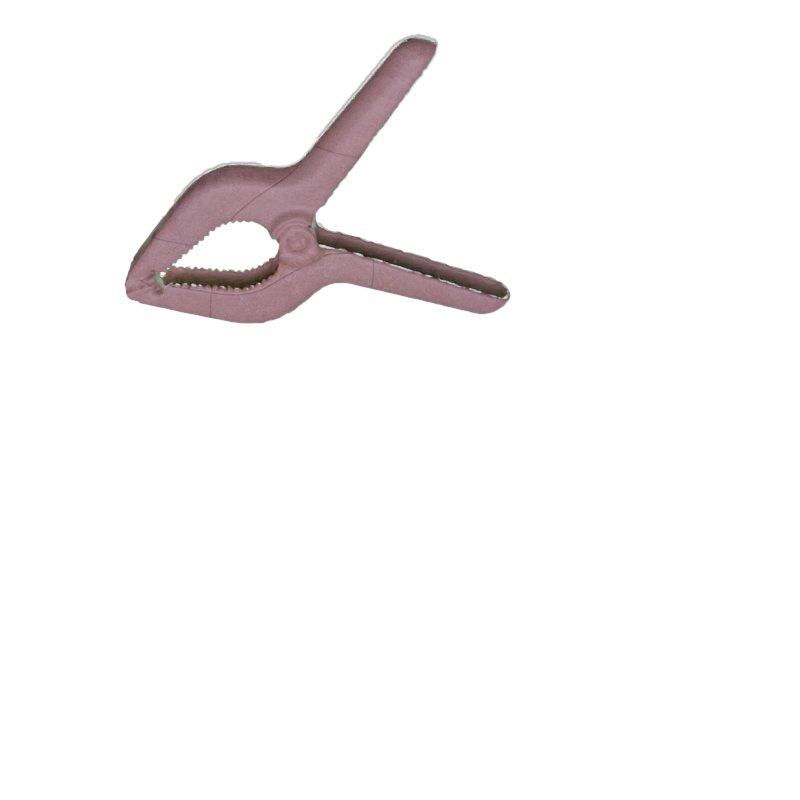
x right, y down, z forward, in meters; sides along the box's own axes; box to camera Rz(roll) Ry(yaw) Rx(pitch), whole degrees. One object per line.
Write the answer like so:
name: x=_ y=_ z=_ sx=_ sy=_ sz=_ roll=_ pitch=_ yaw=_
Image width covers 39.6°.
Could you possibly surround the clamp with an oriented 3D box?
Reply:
clamp: x=-0.048 y=-0.088 z=0.614 sx=0.210 sy=0.155 sz=0.038 roll=-22 pitch=24 yaw=10
